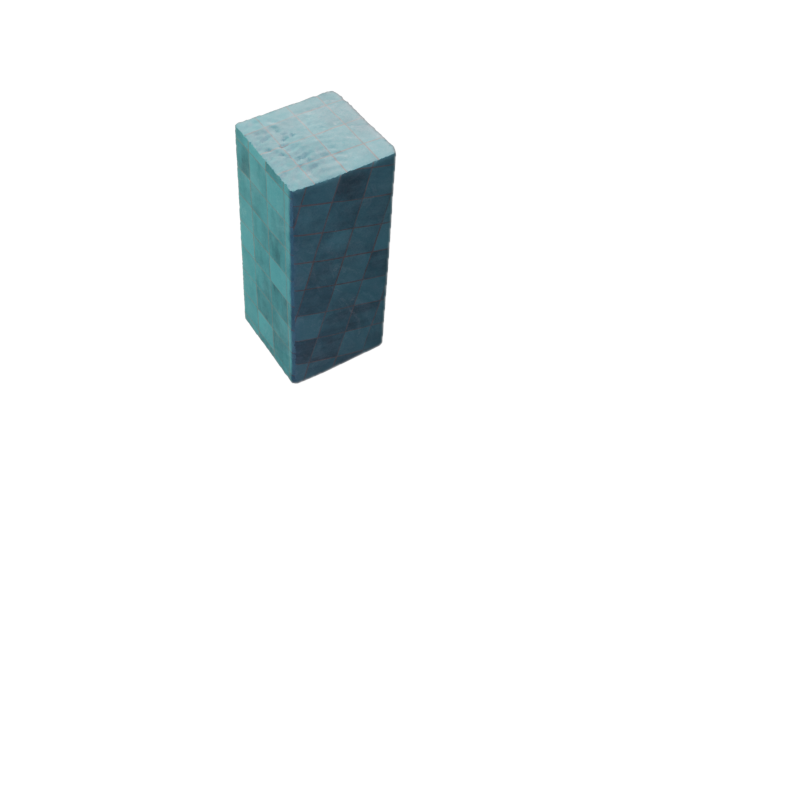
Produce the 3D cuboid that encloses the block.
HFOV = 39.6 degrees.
[{"bbox_3d":[-0.067,-0.124,0.871,0.089,0.192,0.098,-23,52,-23],"label":"block"}]
